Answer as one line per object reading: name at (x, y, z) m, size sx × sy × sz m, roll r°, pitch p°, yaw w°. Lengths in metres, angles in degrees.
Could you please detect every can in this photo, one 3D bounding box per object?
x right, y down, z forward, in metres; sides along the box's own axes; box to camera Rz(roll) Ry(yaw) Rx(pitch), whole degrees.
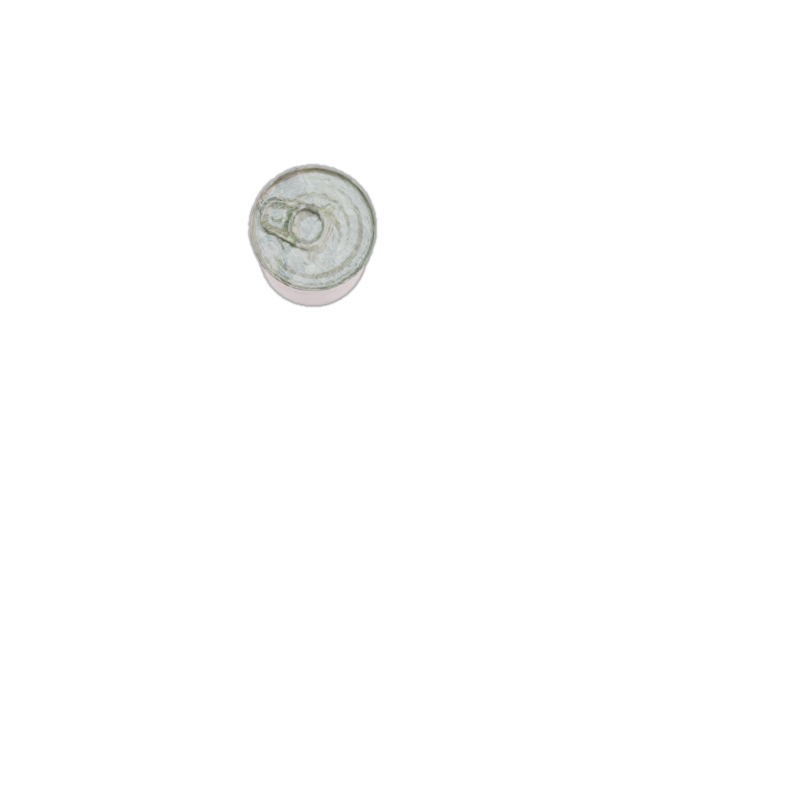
can at (-0.050, -0.091, 0.638) m, size 0.068 × 0.070 × 0.101 m, roll 0°, pitch -3°, yaw -3°
